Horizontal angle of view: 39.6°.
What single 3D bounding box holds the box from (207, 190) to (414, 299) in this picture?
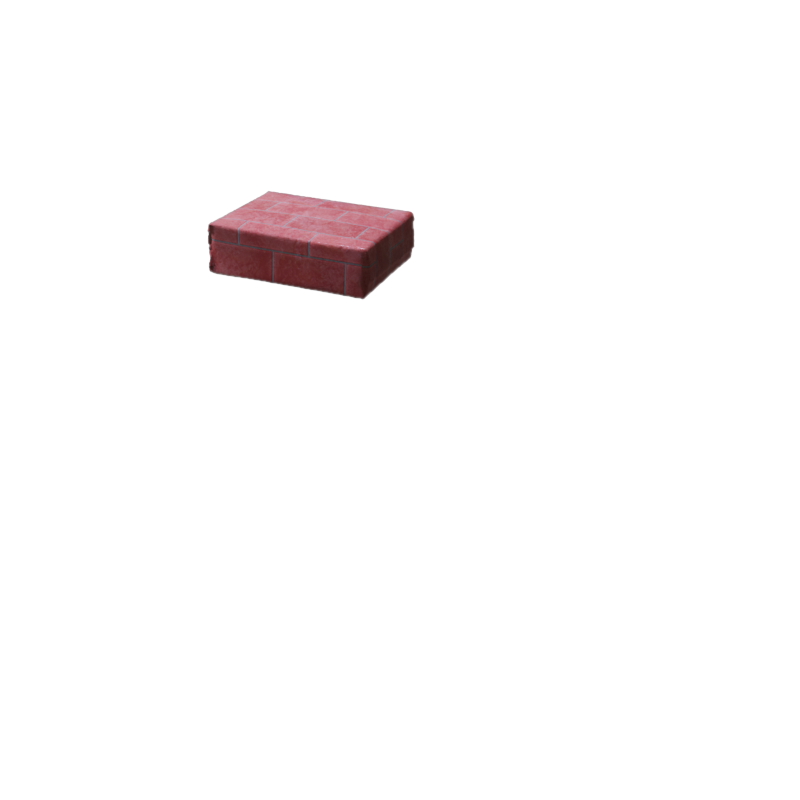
[{"bbox_3d":[-0.057,-0.105,0.733,0.117,0.037,0.091,9,24,20],"label":"box"}]
